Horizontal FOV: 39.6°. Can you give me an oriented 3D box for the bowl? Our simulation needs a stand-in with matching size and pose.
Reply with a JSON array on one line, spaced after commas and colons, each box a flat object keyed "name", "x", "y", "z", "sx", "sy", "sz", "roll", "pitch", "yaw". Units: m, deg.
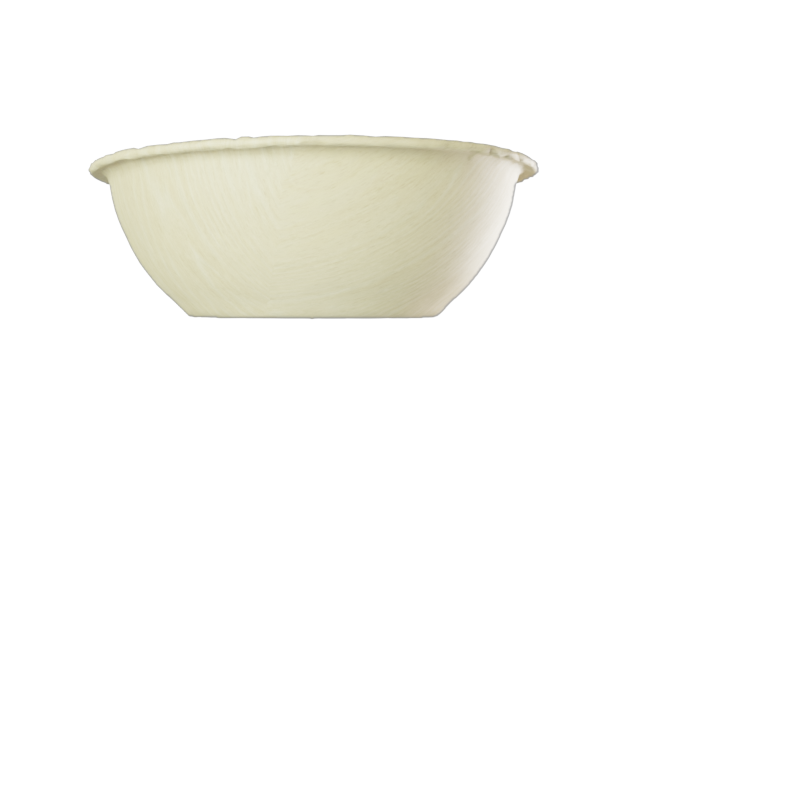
[{"name": "bowl", "x": -0.032, "y": -0.058, "z": 0.404, "sx": 0.162, "sy": 0.055, "sz": 0.163, "roll": 0, "pitch": 4, "yaw": -2}]
